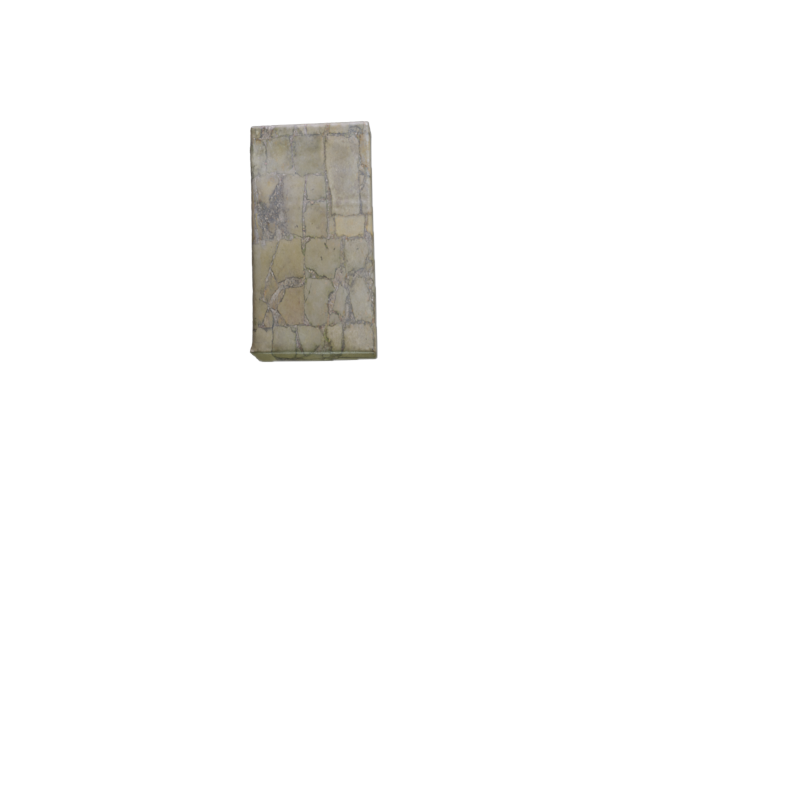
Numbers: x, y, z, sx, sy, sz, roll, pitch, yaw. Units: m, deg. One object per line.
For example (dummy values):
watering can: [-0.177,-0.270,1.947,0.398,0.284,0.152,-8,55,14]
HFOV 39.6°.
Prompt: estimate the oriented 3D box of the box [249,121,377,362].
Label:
box: [-0.065,-0.119,0.835,0.094,0.182,0.046,-2,-14,4]
